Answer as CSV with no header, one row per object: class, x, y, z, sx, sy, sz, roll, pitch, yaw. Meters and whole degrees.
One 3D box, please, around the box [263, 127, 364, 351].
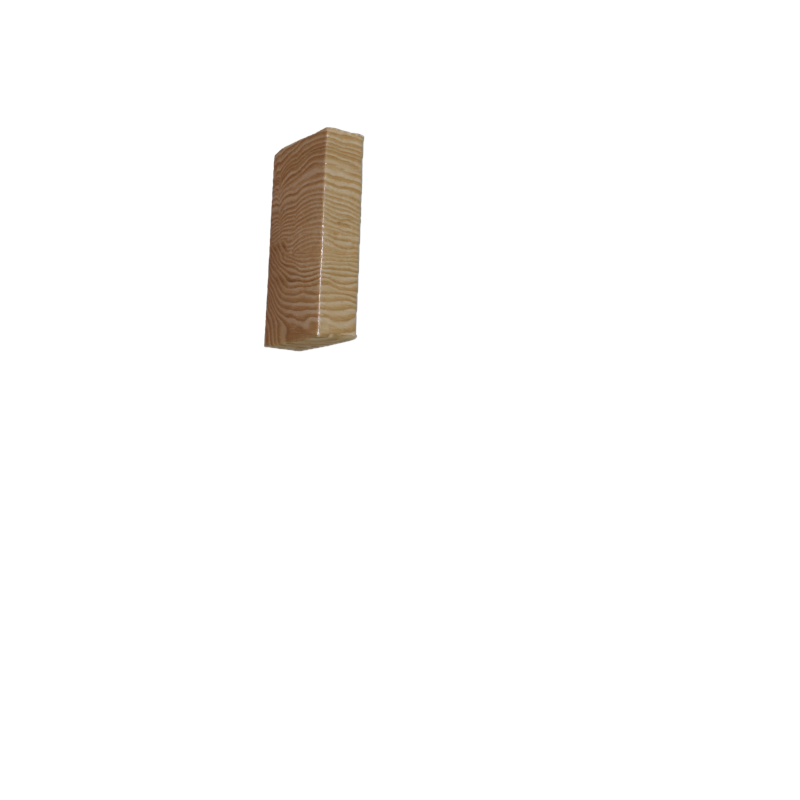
box,-0.074,-0.134,0.940,0.046,0.181,0.095,7,-13,-34
